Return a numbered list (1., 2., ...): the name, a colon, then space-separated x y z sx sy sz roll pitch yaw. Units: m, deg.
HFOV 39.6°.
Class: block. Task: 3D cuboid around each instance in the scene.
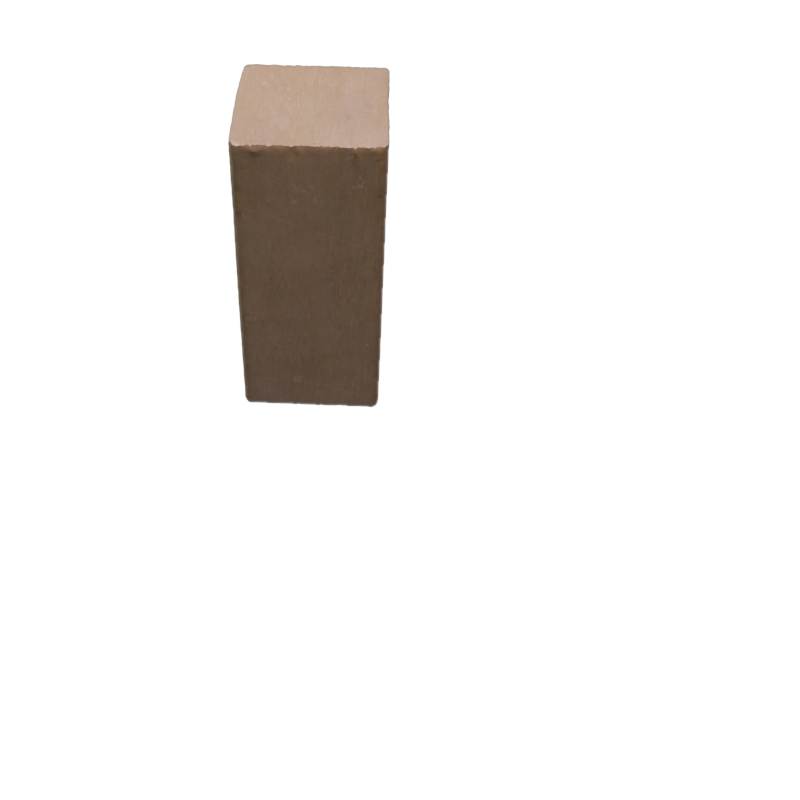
1. block: -0.055 -0.100 0.701 0.091 0.192 0.096 3 42 -1
